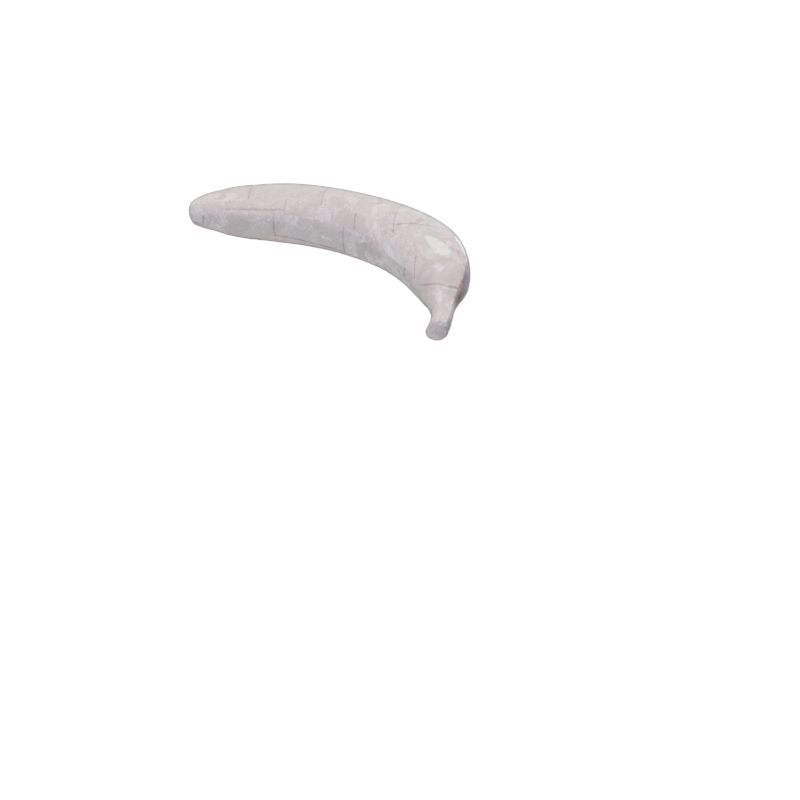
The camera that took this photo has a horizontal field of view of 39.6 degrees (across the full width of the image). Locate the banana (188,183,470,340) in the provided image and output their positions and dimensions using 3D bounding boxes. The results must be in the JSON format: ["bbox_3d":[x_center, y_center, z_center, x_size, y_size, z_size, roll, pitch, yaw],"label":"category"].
[{"bbox_3d":[-0.031,-0.090,0.604,0.069,0.035,0.211,-25,37,-38],"label":"banana"}]
